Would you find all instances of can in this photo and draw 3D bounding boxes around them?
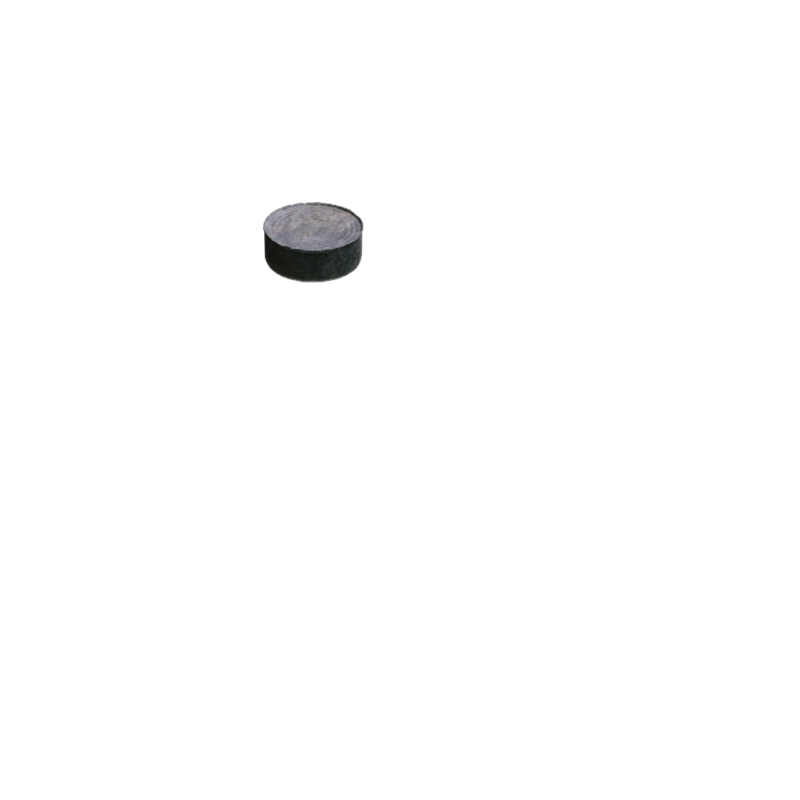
[{"bbox_3d":[-0.075,-0.136,0.952,0.086,0.031,0.092,-1,35,-2],"label":"can"}]
